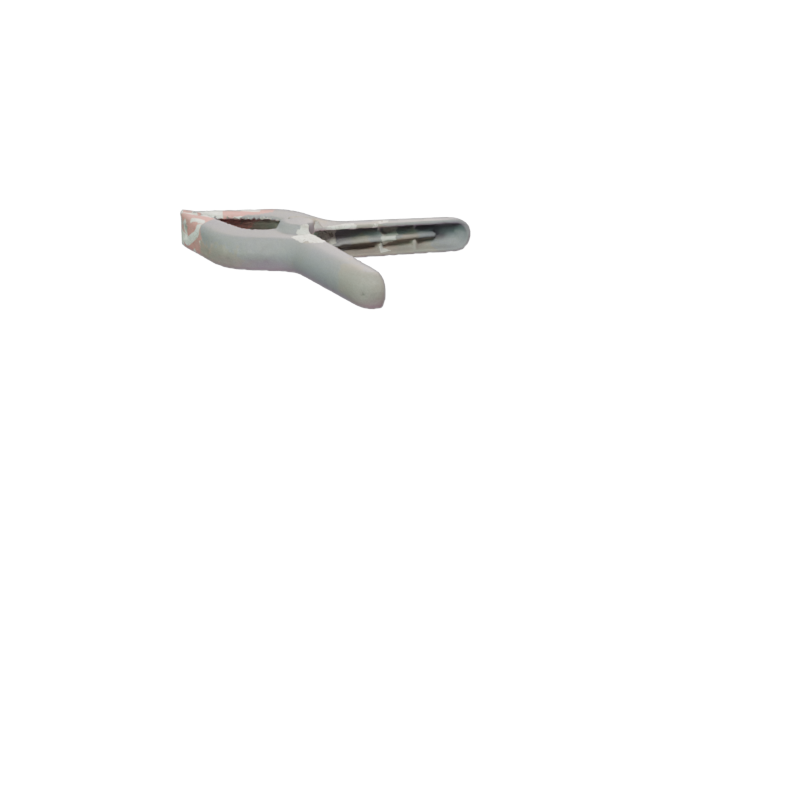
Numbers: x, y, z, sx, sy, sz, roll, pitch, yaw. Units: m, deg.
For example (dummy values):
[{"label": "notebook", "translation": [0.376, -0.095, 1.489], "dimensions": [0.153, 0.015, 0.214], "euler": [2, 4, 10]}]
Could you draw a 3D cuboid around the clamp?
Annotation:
[{"label": "clamp", "translation": [-0.063, -0.114, 0.802], "dimensions": [0.220, 0.035, 0.164], "euler": [14, 26, 30]}]
